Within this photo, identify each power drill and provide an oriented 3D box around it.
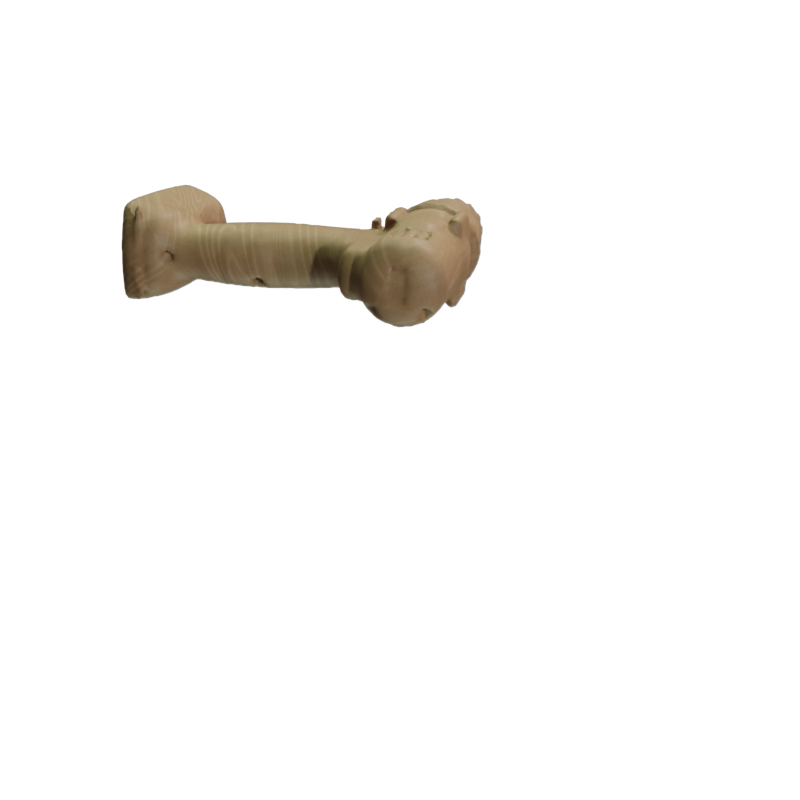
[{"bbox_3d":[-0.049,-0.090,0.632,0.191,0.056,0.186,4,16,13],"label":"power drill"}]
